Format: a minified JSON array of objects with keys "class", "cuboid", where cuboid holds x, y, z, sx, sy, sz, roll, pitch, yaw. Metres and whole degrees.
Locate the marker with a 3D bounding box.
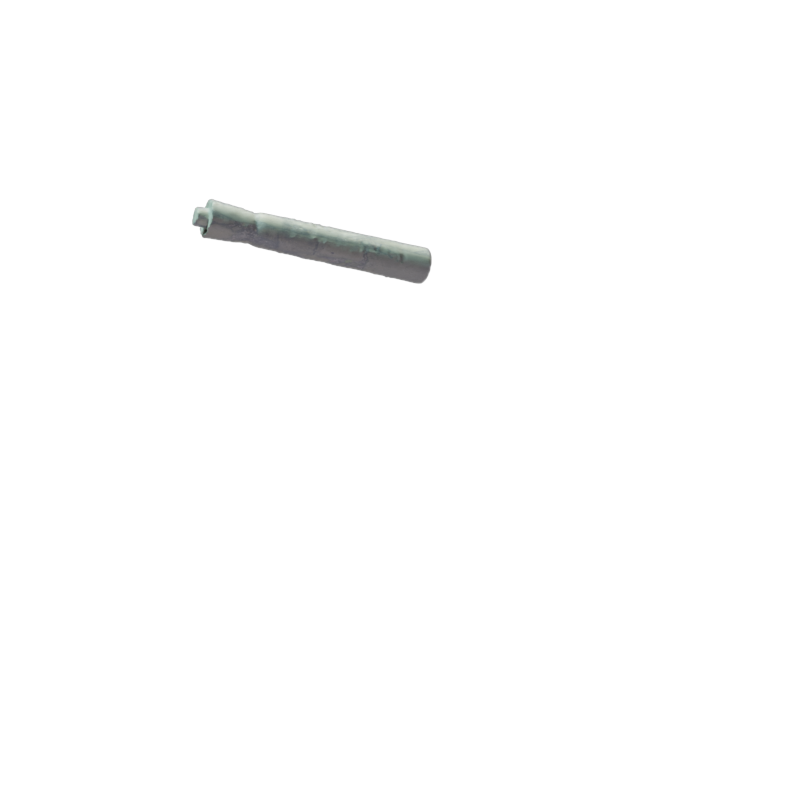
[{"class":"marker","cuboid":[-0.042,-0.077,0.541,0.117,0.020,0.020,10,0,-19]}]
